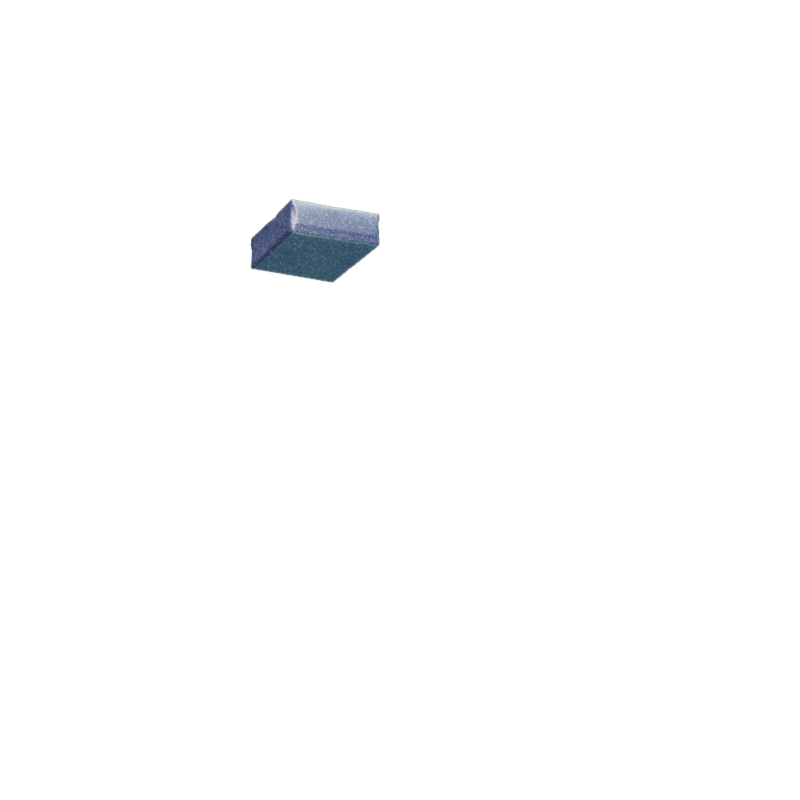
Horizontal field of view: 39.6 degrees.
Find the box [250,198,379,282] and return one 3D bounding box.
[{"bbox_3d":[-0.067,-0.123,0.859,0.070,0.031,0.089,7,-17,-25],"label":"box"}]
